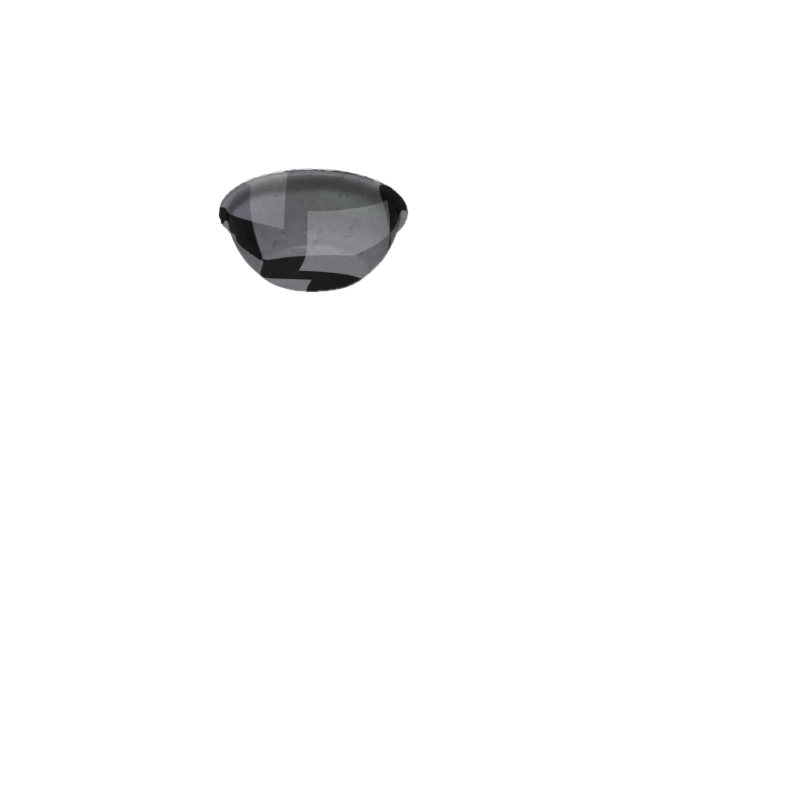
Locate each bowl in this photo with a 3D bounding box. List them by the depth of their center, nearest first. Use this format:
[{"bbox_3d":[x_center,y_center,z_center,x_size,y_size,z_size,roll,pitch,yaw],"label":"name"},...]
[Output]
[{"bbox_3d":[-0.073,-0.134,0.935,0.162,0.058,0.154,0,-20,-2],"label":"bowl"}]
